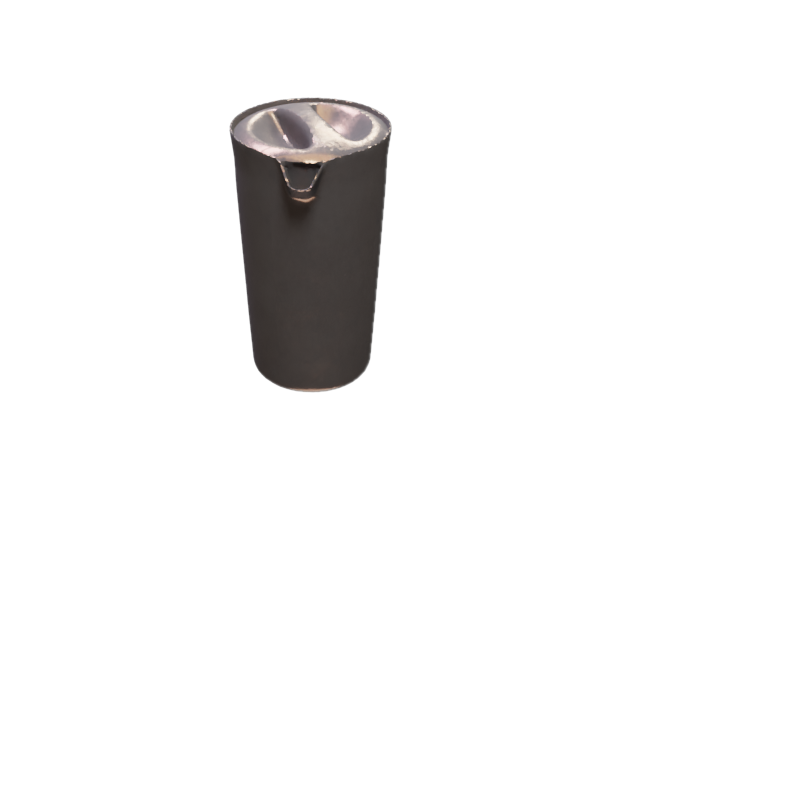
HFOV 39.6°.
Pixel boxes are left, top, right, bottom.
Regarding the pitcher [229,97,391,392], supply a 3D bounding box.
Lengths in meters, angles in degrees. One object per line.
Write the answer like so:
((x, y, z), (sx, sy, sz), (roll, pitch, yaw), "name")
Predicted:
((-0.076, -0.139, 0.974), (0.148, 0.228, 0.155), (-25, 40, -36), "pitcher")
